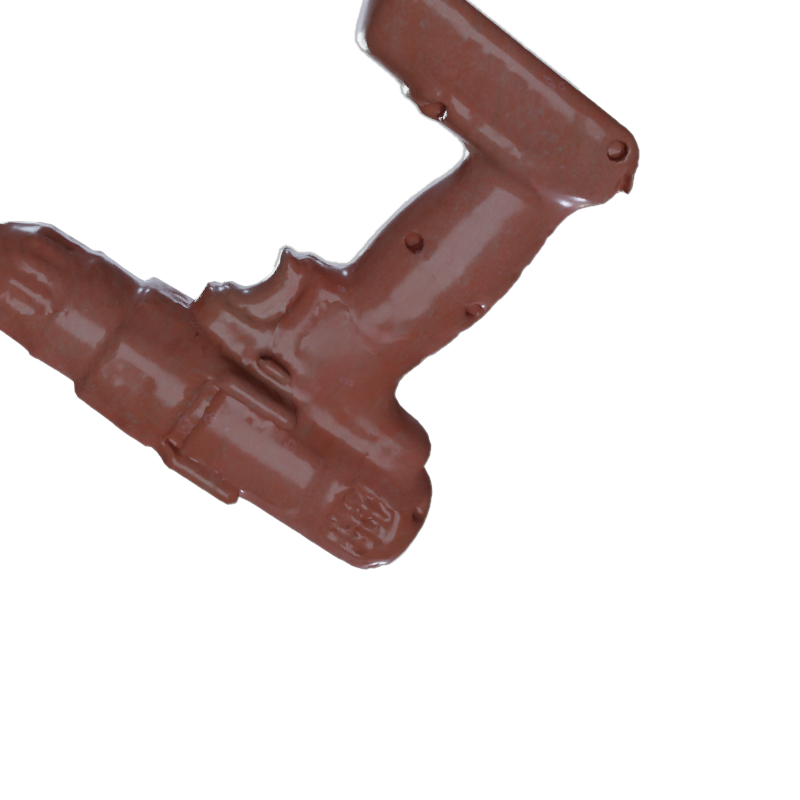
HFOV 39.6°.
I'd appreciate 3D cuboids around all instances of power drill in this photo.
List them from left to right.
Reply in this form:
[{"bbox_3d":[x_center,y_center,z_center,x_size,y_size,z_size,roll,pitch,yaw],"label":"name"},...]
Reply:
[{"bbox_3d":[-0.029,-0.054,0.376,0.179,0.185,0.060,35,15,-12],"label":"power drill"}]
